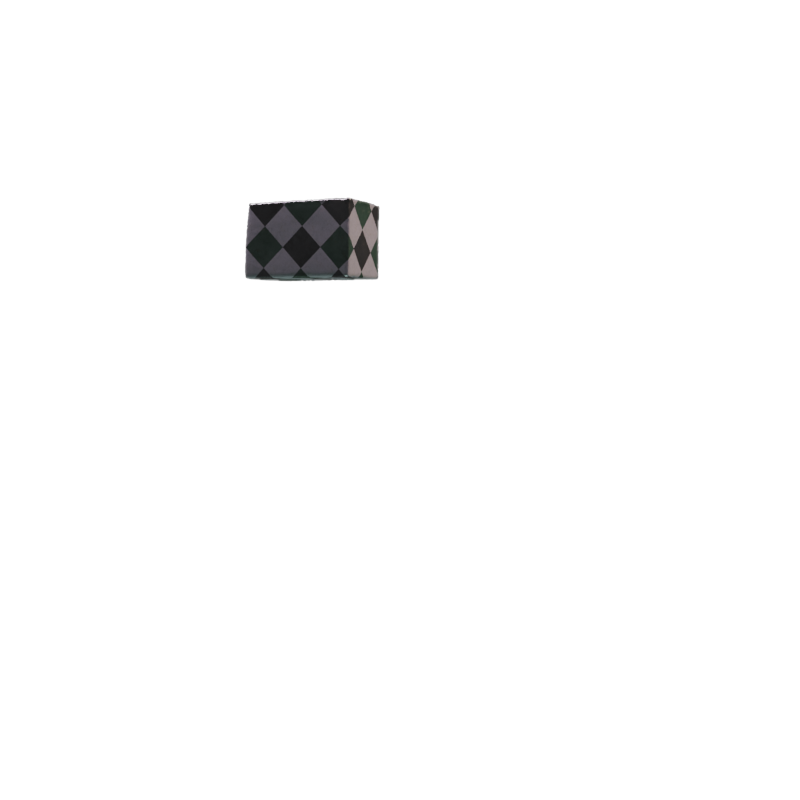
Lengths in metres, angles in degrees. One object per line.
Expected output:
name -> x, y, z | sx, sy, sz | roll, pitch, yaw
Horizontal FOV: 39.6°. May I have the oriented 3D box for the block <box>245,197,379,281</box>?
block -> -0.059, -0.107, 0.752 | 0.080, 0.052, 0.051 | 0, 0, 25
